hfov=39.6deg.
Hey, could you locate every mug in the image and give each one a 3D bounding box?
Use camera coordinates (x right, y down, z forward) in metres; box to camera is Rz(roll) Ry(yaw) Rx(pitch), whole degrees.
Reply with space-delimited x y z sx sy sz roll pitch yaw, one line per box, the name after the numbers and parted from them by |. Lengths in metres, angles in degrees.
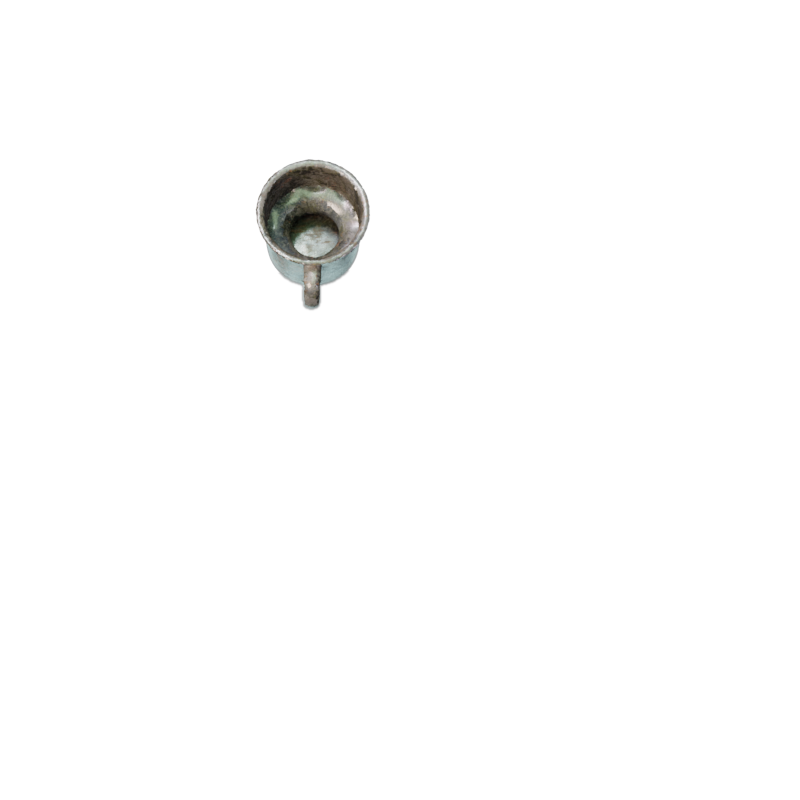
-0.074 -0.134 0.939 0.093 0.122 0.078 -2 -17 -3 | mug
